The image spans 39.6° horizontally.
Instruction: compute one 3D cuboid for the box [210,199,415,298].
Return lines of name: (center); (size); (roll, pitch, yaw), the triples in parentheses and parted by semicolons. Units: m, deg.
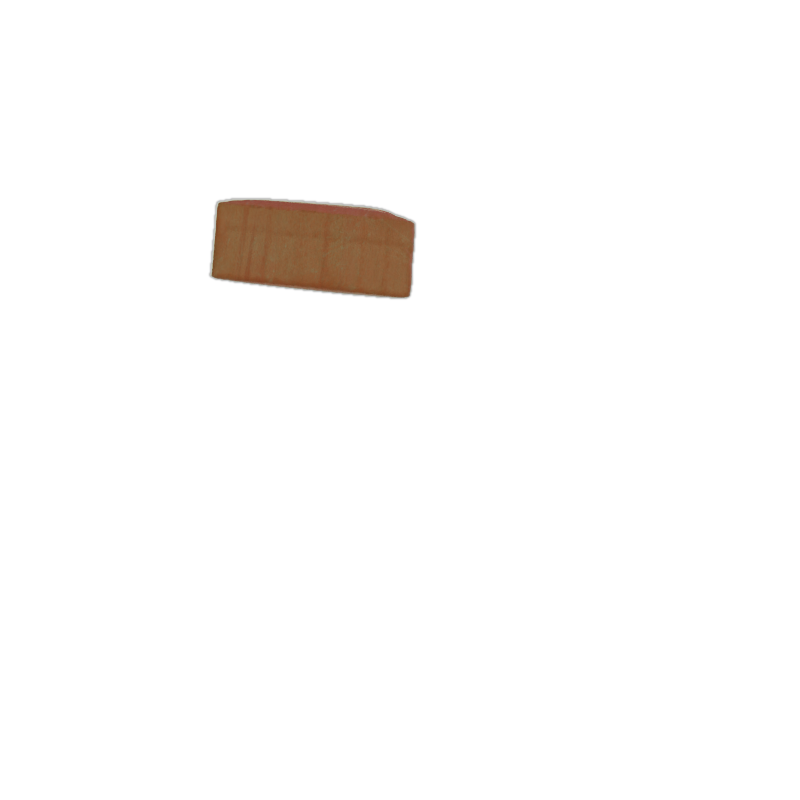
box: (-0.078, -0.142, 0.991); (0.164, 0.071, 0.218); (5, 10, -4)
